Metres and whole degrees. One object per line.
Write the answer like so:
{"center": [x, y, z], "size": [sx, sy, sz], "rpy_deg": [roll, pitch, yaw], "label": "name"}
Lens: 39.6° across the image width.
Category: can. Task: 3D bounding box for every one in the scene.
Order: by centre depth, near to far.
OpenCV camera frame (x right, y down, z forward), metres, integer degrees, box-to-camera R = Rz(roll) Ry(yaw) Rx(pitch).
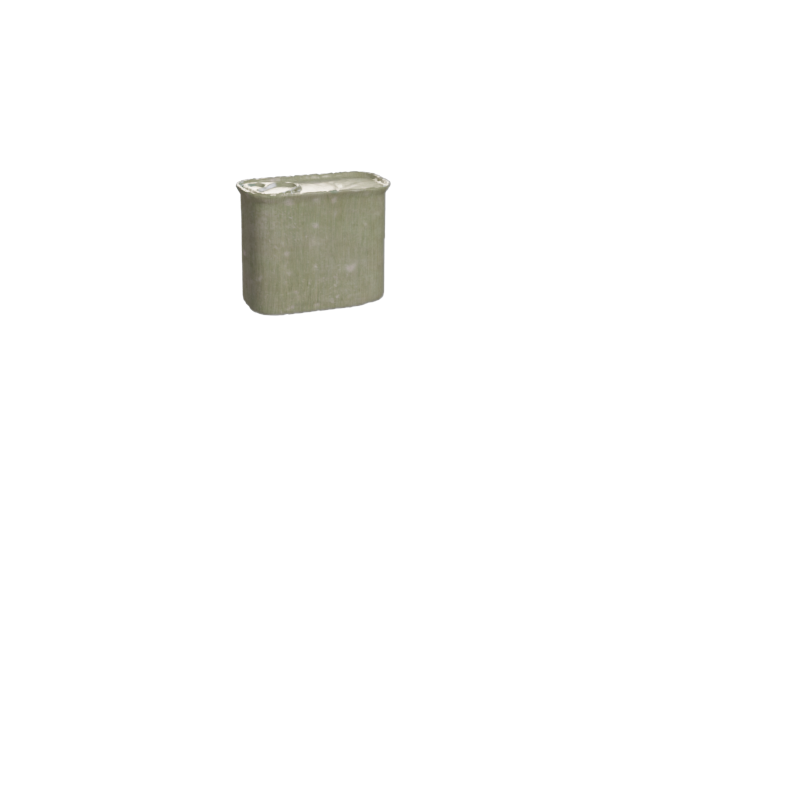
{"center": [-0.059, -0.108, 0.758], "size": [0.100, 0.081, 0.061], "rpy_deg": [-7, 19, -20], "label": "can"}
